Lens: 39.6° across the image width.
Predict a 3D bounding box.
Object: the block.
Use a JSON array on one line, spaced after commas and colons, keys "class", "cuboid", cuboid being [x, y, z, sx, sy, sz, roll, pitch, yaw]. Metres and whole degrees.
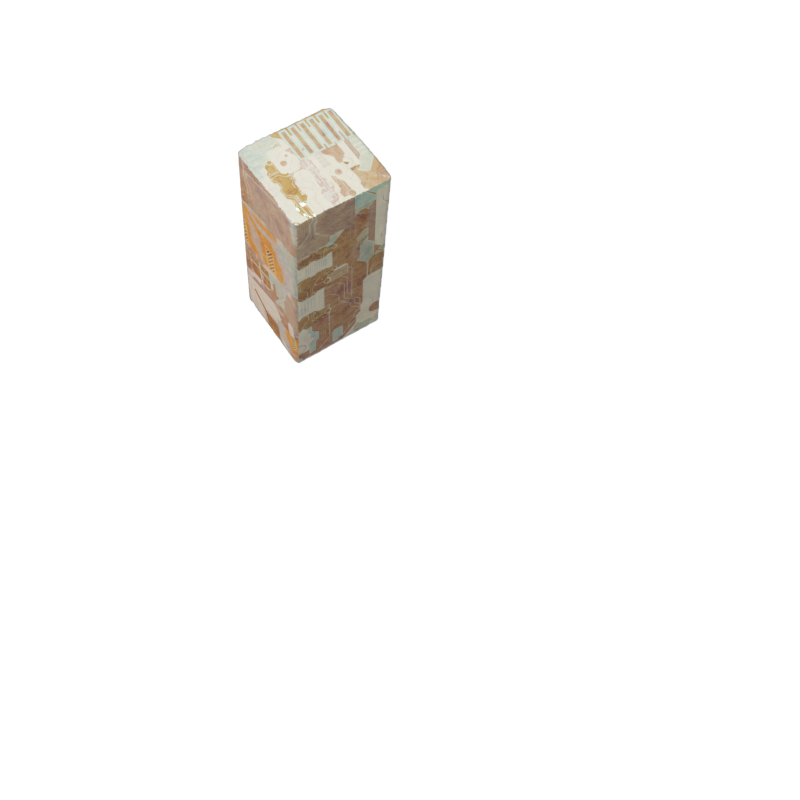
[{"class": "block", "cuboid": [-0.074, -0.134, 0.938, 0.091, 0.096, 0.193, -29, -24, -19]}]
